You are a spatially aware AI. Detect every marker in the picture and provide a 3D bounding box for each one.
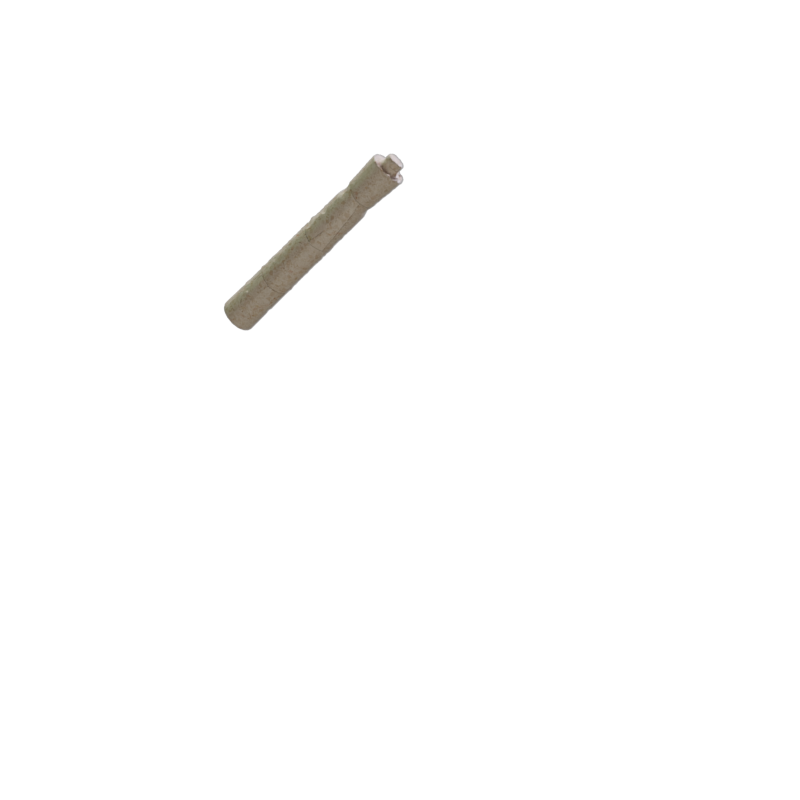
[{"bbox_3d":[-0.043,-0.078,0.544,0.119,0.021,0.019,-41,-17,25],"label":"marker"}]
